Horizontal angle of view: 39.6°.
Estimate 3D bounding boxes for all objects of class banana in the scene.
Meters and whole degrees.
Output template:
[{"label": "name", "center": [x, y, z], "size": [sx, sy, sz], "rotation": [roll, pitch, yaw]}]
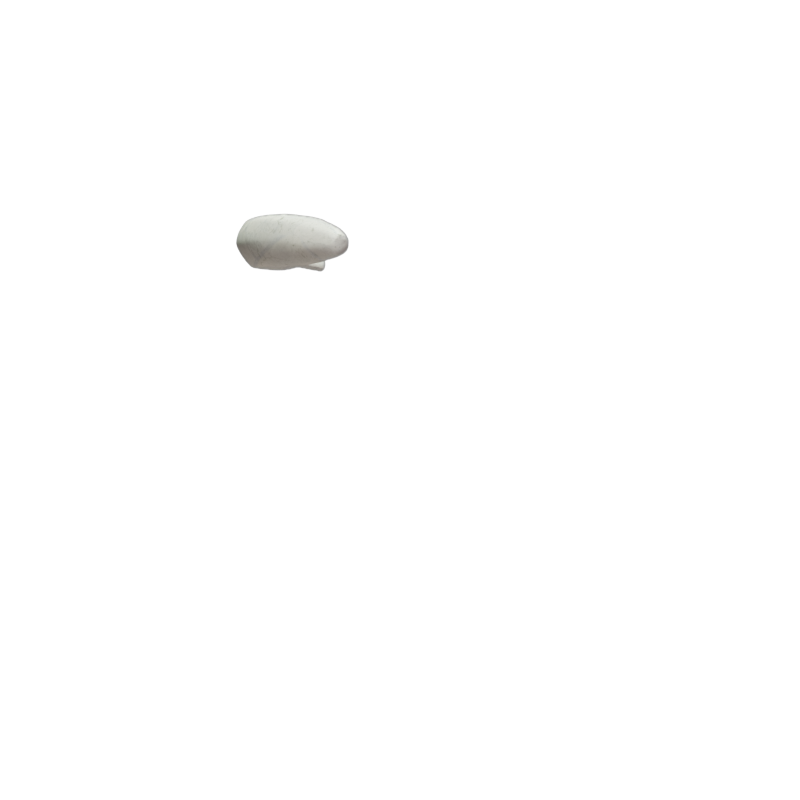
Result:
[{"label": "banana", "center": [-0.079, -0.110, 0.769], "size": [0.069, 0.037, 0.200], "rotation": [0, 5, -8]}]
